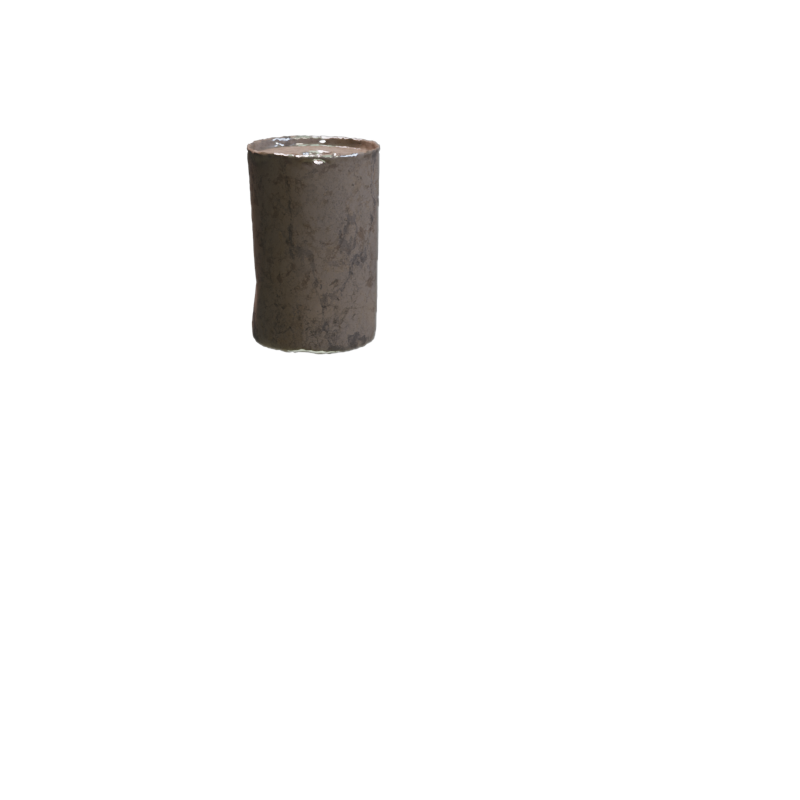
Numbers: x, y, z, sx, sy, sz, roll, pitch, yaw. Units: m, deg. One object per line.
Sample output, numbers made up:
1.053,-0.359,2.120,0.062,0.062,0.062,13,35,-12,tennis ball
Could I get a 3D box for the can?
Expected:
-0.045,-0.082,0.575,0.068,0.099,0.071,0,16,-2,can
